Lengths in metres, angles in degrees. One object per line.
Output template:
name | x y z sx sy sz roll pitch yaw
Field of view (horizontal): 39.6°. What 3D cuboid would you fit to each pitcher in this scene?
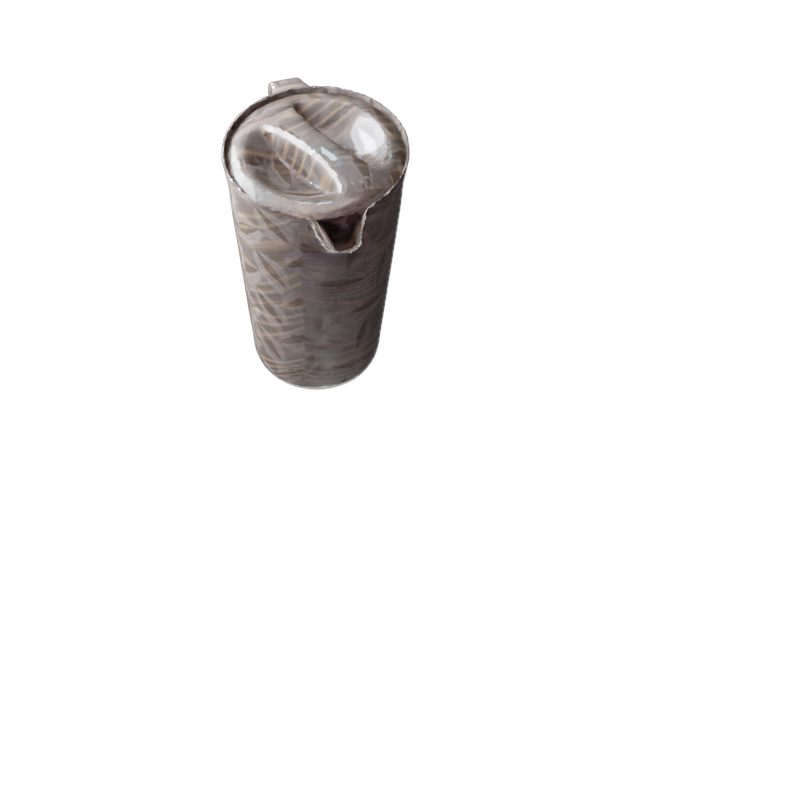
pitcher | -0.068 -0.125 0.875 0.150 0.154 0.227 23 -34 13
